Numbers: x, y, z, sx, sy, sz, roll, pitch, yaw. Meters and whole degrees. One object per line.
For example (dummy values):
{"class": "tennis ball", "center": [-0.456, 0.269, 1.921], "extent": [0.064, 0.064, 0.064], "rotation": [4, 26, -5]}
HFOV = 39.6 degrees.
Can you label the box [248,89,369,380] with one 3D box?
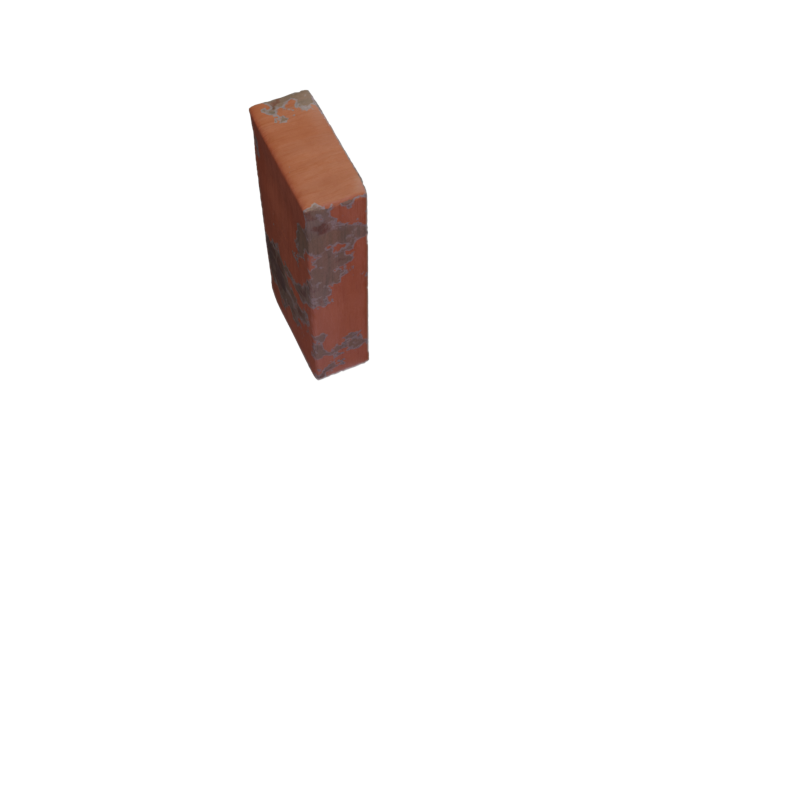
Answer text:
{"class": "box", "center": [-0.055, -0.100, 0.701], "extent": [0.048, 0.100, 0.165], "rotation": [-18, -31, -15]}
